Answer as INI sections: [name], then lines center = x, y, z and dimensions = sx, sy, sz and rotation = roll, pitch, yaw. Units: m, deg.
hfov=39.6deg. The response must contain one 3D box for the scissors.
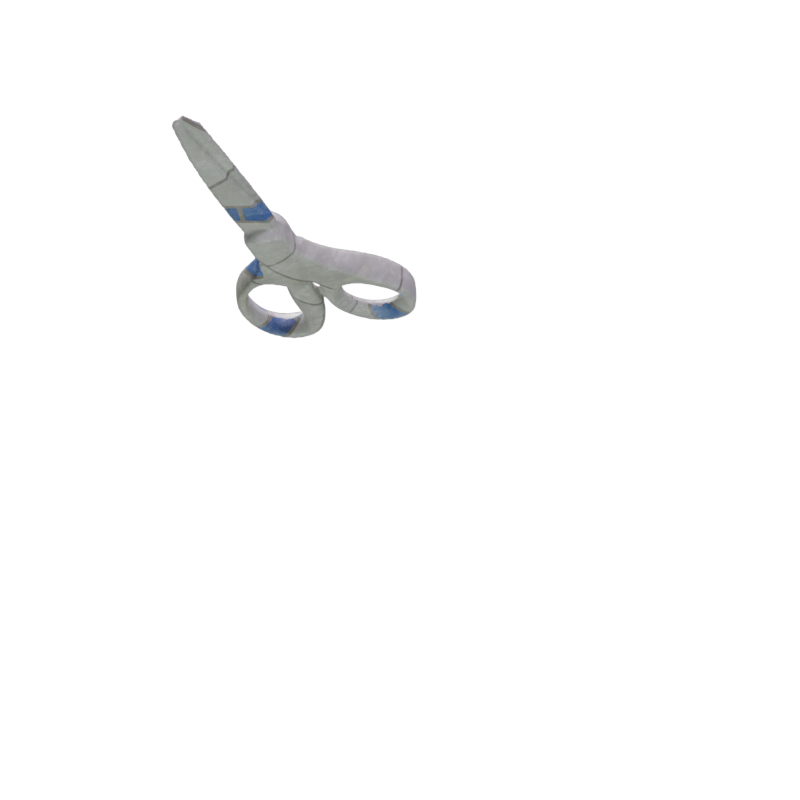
[scissors]
center = -0.038, -0.069, 0.482
dimensions = 0.096, 0.017, 0.192
rotation = 1, -18, -2
